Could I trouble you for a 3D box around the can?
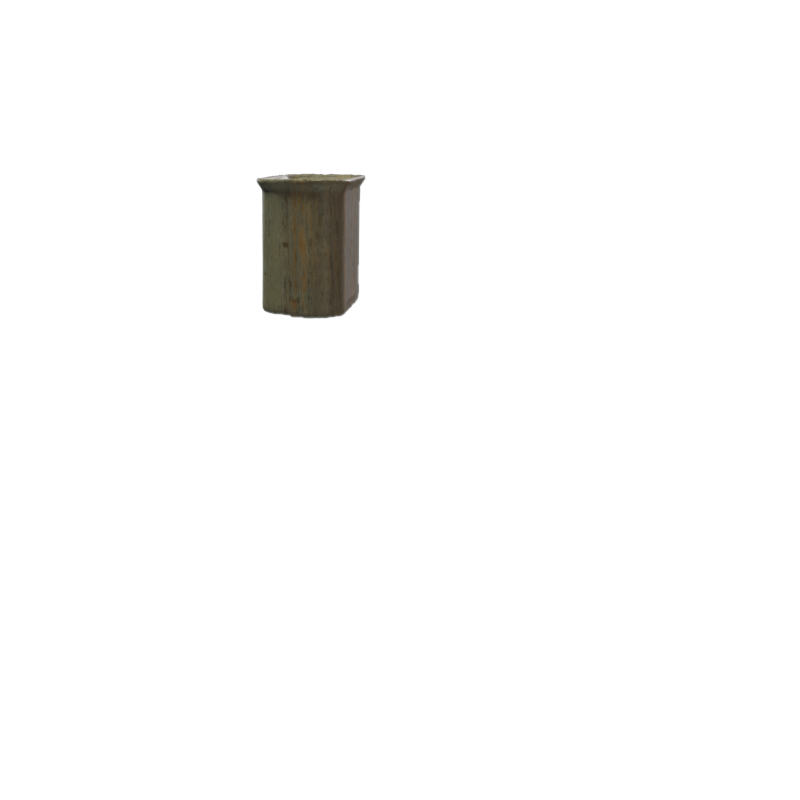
[{"bbox_3d":[-0.055,-0.101,0.706,0.058,0.082,0.103,1,10,7],"label":"can"}]
